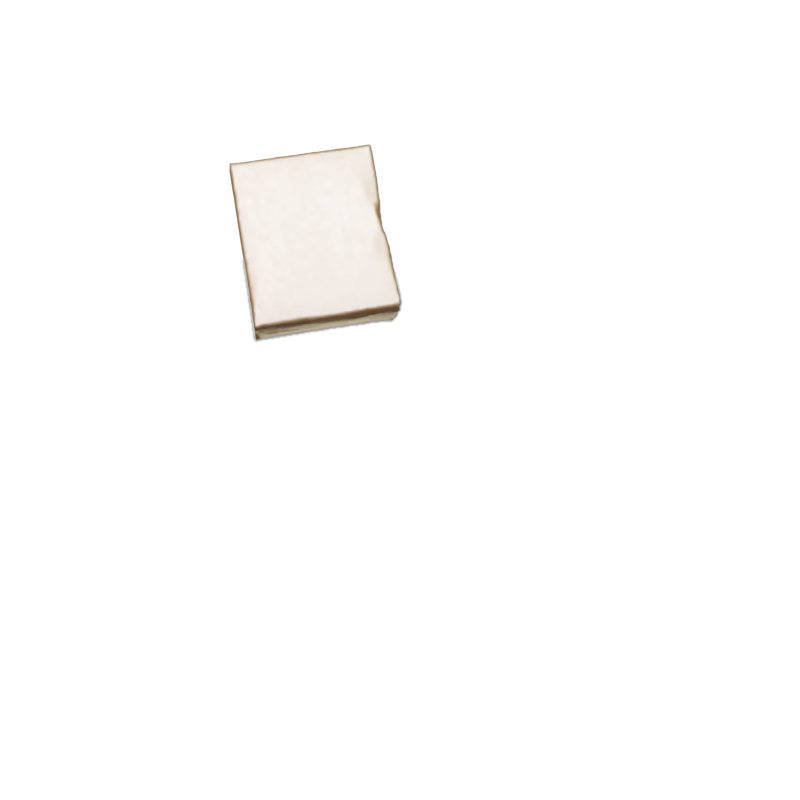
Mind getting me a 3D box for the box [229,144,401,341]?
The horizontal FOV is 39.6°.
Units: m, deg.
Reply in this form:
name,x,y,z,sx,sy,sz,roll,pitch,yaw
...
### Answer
name,x,y,z,sx,sy,sz,roll,pitch,yaw
box,-0.043,-0.079,0.555,0.073,0.093,0.029,-9,-18,-3
